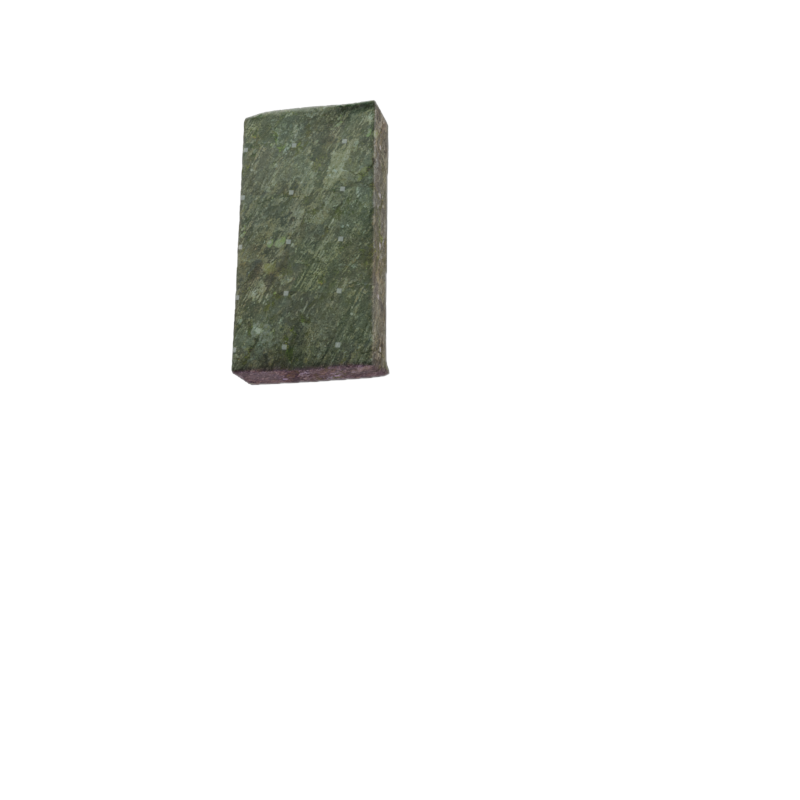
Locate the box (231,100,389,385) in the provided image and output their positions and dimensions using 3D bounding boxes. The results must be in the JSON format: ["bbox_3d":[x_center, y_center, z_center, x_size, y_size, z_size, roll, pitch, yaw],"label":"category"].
[{"bbox_3d":[-0.056,-0.101,0.709,0.095,0.183,0.045,-5,-17,14],"label":"box"}]
